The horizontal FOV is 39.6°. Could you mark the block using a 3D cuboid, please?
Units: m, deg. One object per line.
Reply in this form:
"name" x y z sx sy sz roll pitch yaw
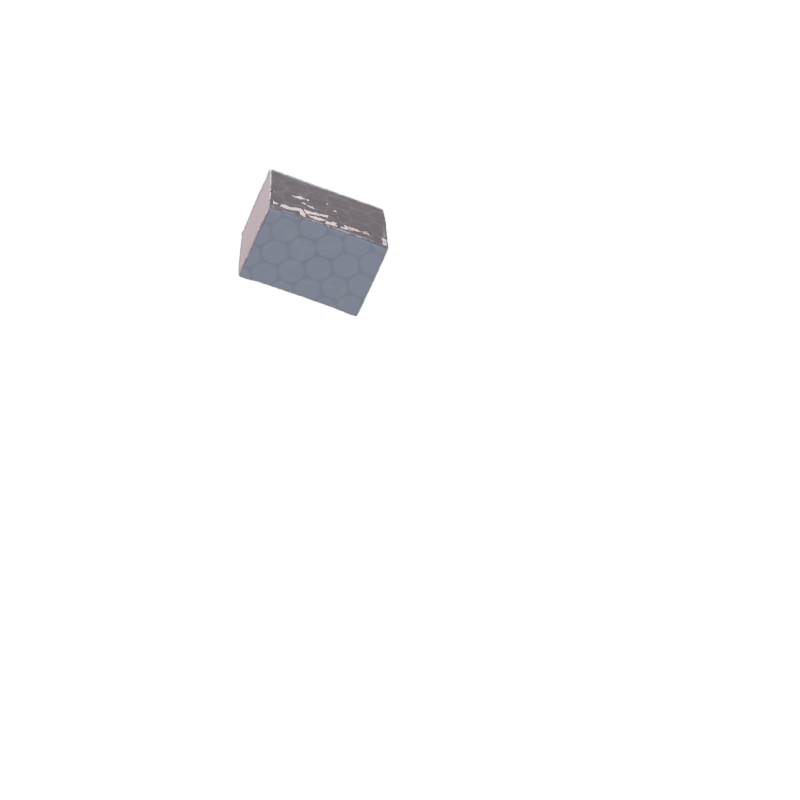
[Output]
"block" -0.053 -0.096 0.671 0.076 0.051 0.055 19 30 -13
